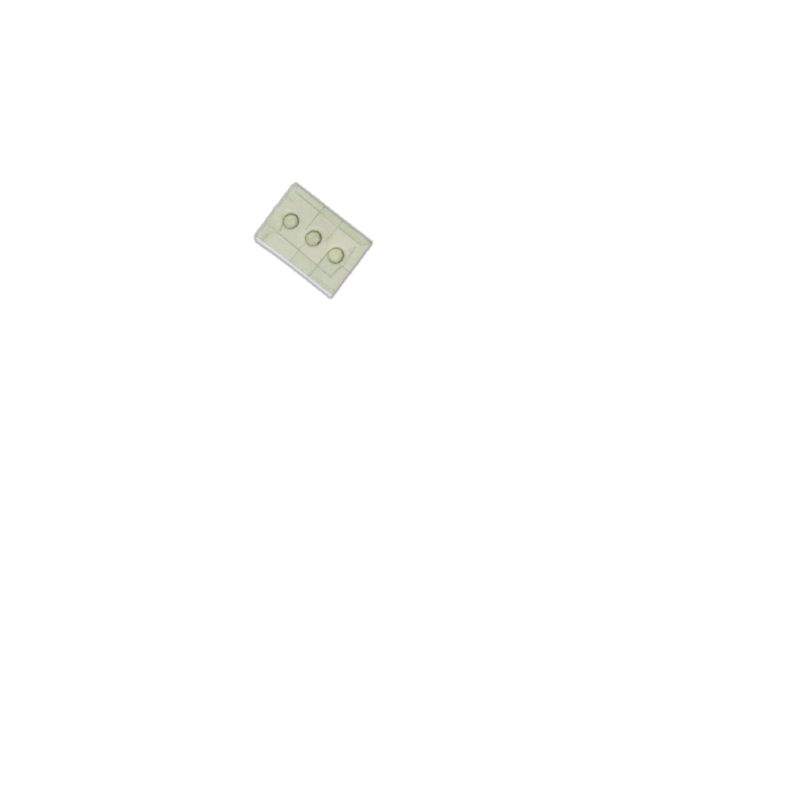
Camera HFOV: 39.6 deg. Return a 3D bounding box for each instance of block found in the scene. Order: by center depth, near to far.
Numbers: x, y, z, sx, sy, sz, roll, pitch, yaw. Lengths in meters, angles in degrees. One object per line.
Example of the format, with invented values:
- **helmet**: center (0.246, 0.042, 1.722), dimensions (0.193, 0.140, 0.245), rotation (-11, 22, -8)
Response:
- **block**: center (-0.068, -0.124, 0.870), dimensions (0.079, 0.053, 0.051), rotation (37, -4, 2)
